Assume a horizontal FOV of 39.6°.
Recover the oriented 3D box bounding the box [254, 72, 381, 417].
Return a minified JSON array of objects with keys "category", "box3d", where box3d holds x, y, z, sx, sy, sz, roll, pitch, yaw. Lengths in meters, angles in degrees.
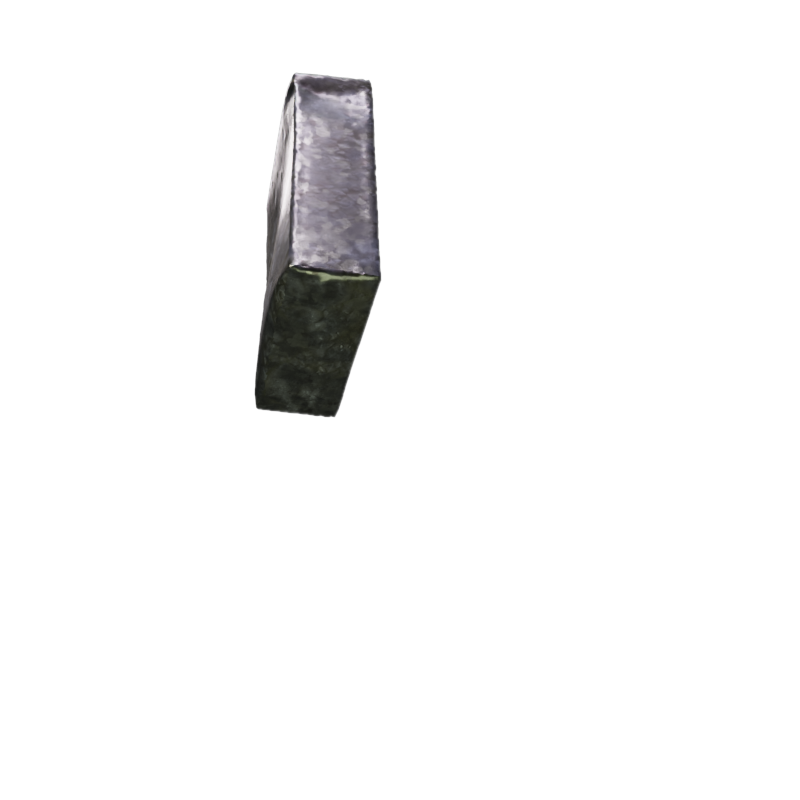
[{"category":"box","box3d":[-0.067,-0.122,0.854,0.071,0.229,0.155,6,-41,-11]}]
